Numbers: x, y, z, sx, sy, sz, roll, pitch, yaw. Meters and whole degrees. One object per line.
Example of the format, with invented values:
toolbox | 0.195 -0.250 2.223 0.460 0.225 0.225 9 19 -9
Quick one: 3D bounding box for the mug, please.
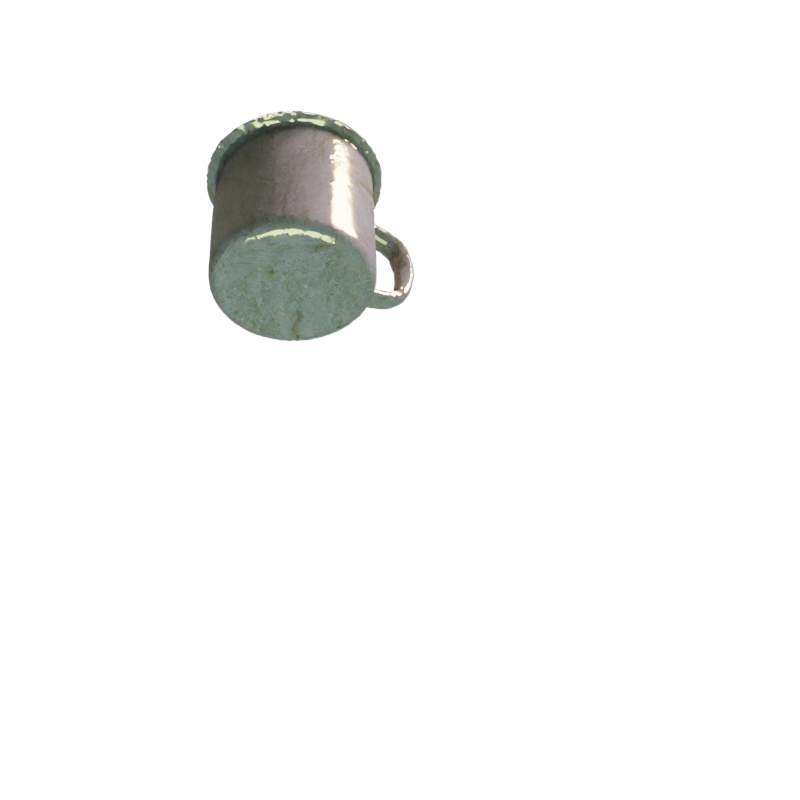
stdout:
mug | -0.044 -0.080 0.563 0.112 0.087 0.091 24 -50 -25
